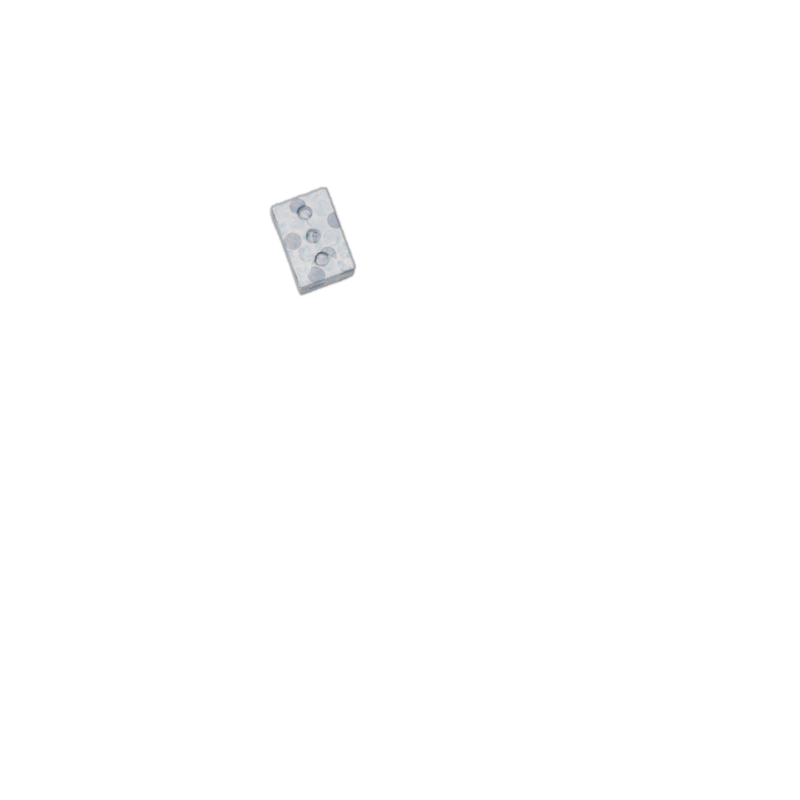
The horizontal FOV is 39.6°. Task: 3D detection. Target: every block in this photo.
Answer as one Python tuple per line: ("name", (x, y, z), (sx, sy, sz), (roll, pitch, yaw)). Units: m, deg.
("block", (-0.077, -0.140, 0.980), (0.053, 0.080, 0.050), (-20, -8, -5))
